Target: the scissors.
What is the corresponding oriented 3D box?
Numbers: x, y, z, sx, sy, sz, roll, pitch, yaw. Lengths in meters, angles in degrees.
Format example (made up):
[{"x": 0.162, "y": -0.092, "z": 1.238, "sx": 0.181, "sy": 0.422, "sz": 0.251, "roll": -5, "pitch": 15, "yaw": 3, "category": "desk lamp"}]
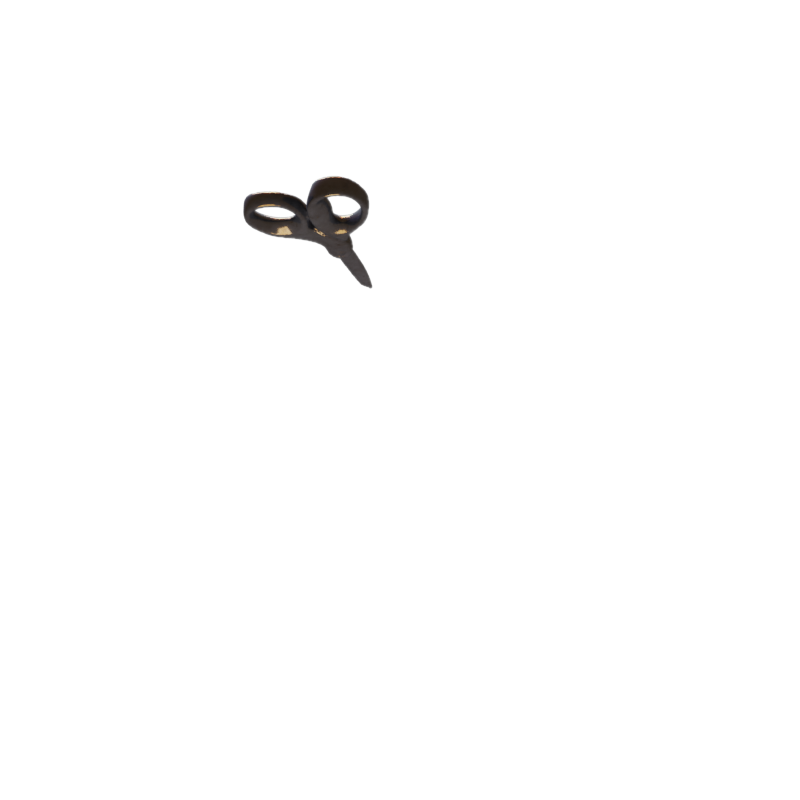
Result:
[{"x": -0.064, "y": -0.117, "z": 0.822, "sx": 0.096, "sy": 0.016, "sz": 0.194, "roll": 1, "pitch": -15, "yaw": -3, "category": "scissors"}]
